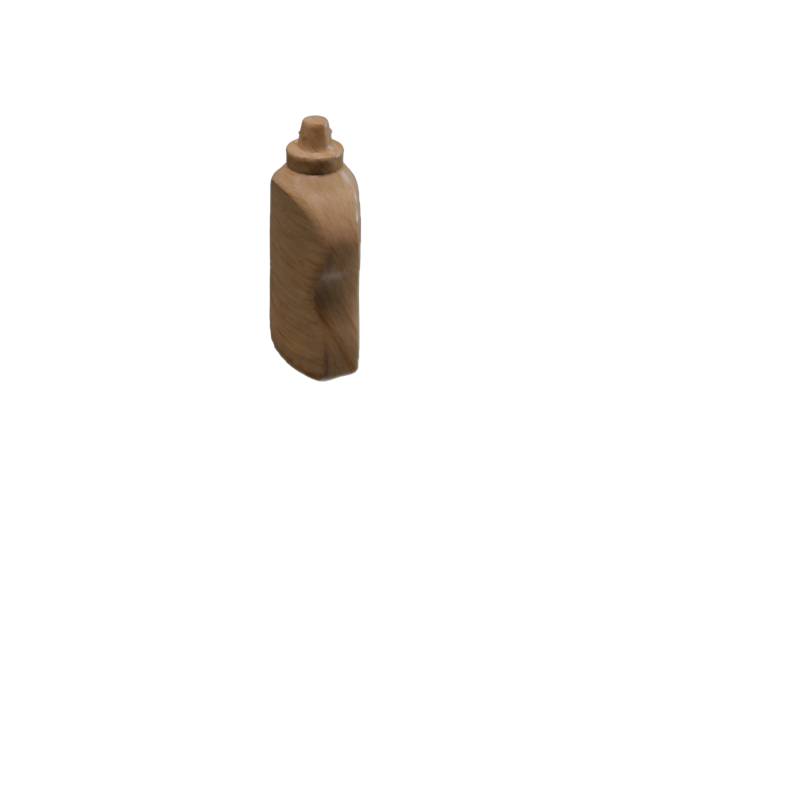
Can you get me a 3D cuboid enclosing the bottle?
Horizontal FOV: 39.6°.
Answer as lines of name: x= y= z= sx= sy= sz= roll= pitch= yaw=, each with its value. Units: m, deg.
bottle: x=-0.063 y=-0.116 z=0.813 sx=0.057 sy=0.180 sz=0.104 roll=-12 pitch=34 yaw=-23
